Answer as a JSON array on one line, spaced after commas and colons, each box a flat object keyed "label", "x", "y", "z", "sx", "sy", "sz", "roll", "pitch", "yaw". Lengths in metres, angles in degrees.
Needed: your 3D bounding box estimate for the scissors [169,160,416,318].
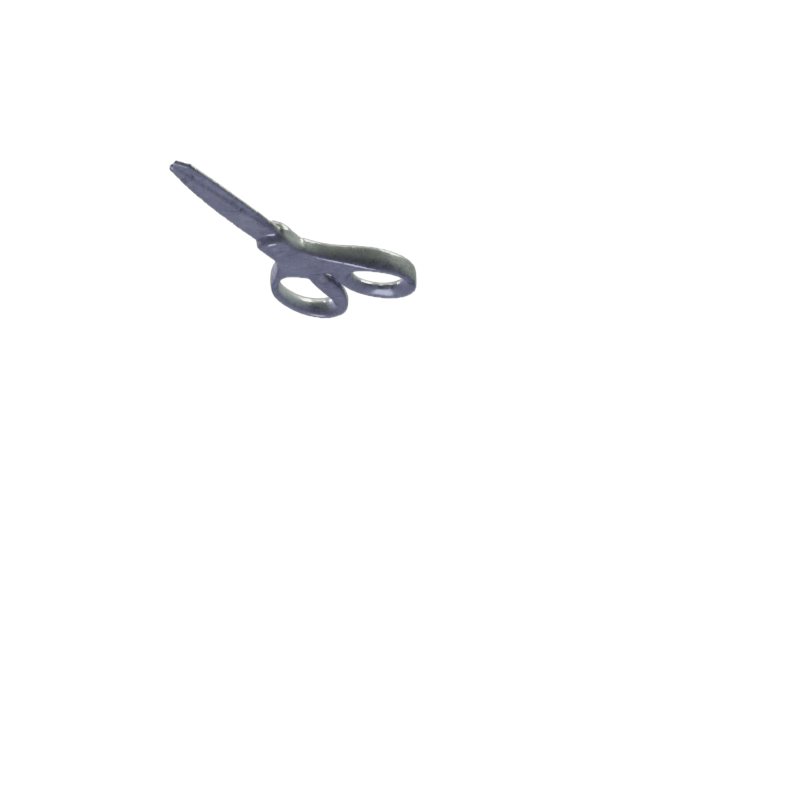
[{"label": "scissors", "x": -0.047, "y": -0.086, "z": 0.603, "sx": 0.097, "sy": 0.016, "sz": 0.190, "roll": -3, "pitch": -17, "yaw": 9}]
